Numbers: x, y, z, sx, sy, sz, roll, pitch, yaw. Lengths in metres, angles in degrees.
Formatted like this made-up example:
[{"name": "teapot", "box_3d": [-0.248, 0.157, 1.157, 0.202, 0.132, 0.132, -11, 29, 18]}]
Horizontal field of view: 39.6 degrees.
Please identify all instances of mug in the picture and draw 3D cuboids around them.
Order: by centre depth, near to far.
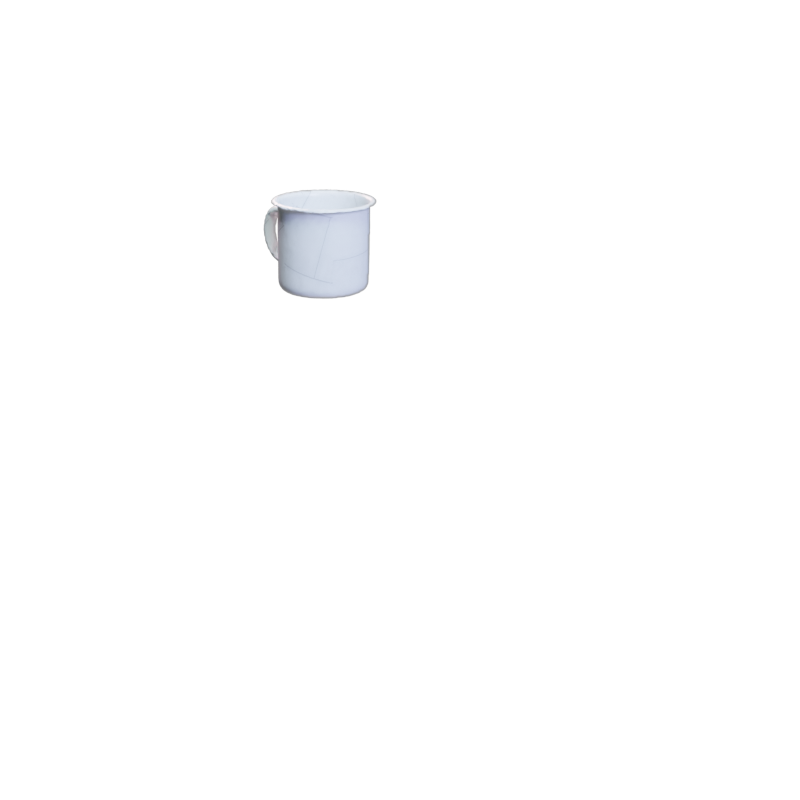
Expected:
[{"name": "mug", "box_3d": [-0.078, -0.142, 0.996, 0.123, 0.078, 0.092, 15, 23, 35]}]
